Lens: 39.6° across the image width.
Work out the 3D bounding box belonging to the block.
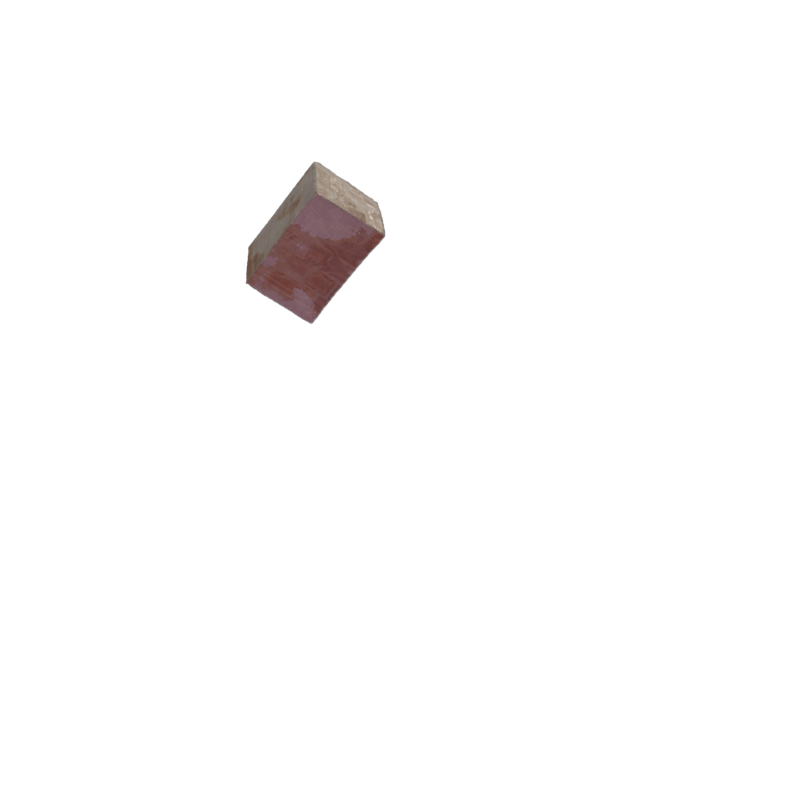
[{"bbox_3d":[-0.054,-0.099,0.691,0.051,0.076,0.054,33,25,-20],"label":"block"}]
